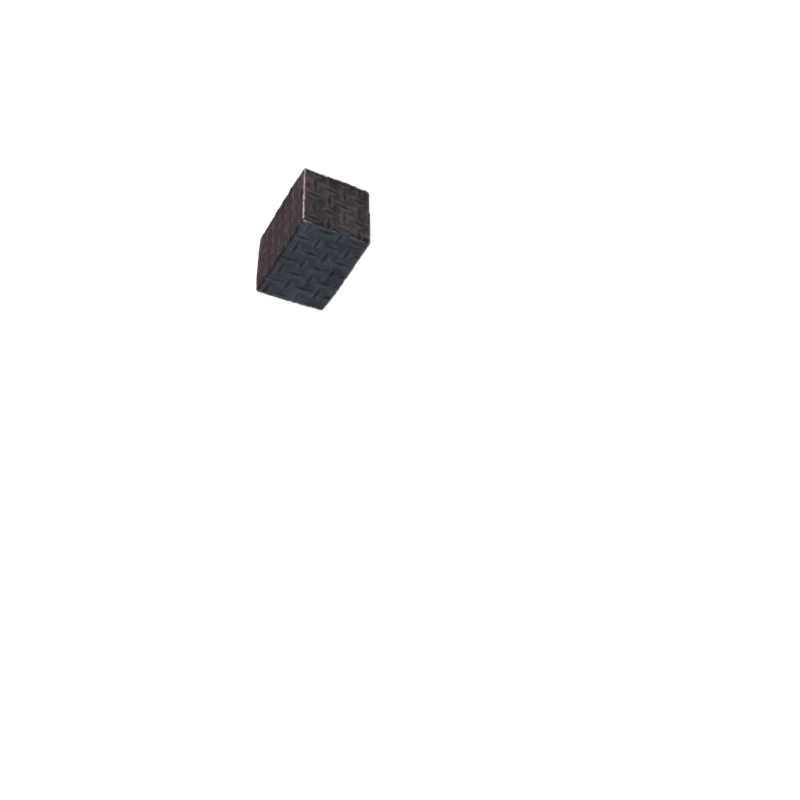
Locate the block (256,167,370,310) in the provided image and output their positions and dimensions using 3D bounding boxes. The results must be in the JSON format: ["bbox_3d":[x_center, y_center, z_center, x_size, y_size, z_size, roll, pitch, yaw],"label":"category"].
[{"bbox_3d":[-0.060,-0.110,0.768,0.051,0.055,0.075,19,-46,-22],"label":"block"}]
